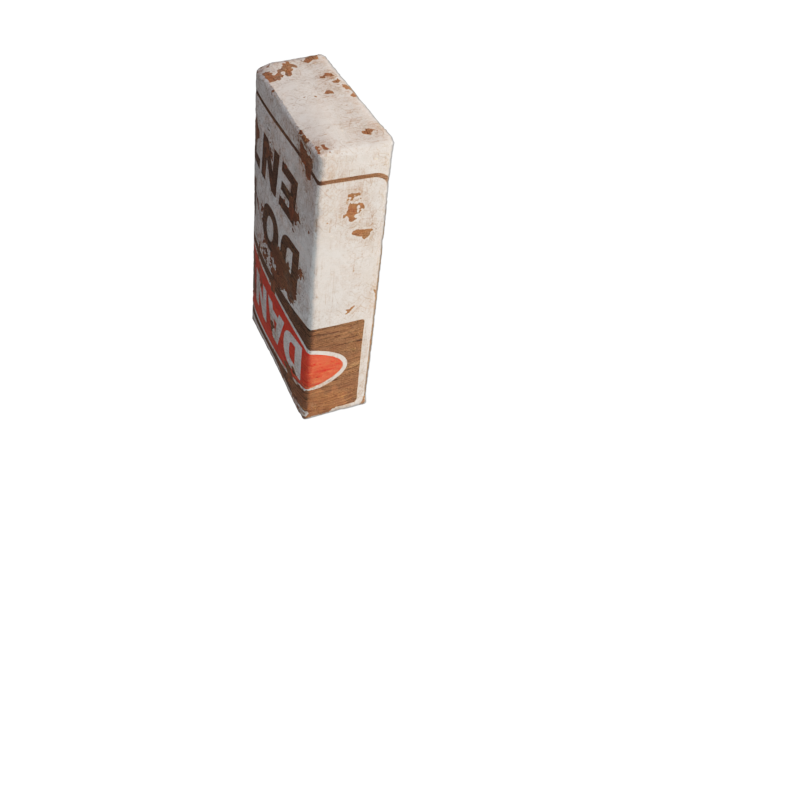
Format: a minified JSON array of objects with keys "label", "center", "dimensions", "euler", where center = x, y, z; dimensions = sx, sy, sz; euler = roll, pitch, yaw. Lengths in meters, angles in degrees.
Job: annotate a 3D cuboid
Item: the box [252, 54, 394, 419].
[{"label":"box","center":[-0.047,-0.085,0.594],"dimensions":[0.047,0.164,0.101],"euler":[-14,44,-19]}]
